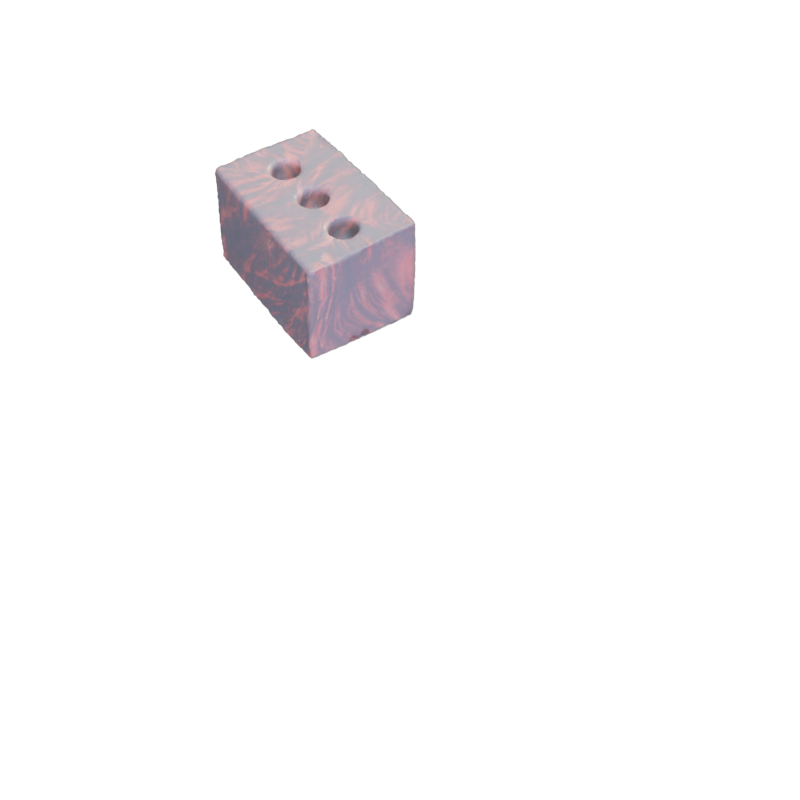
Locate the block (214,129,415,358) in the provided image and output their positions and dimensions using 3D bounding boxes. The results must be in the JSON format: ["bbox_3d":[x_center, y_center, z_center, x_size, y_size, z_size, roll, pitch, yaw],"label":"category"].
[{"bbox_3d":[-0.037,-0.067,0.470,0.052,0.048,0.084,-26,52,-24],"label":"block"}]
